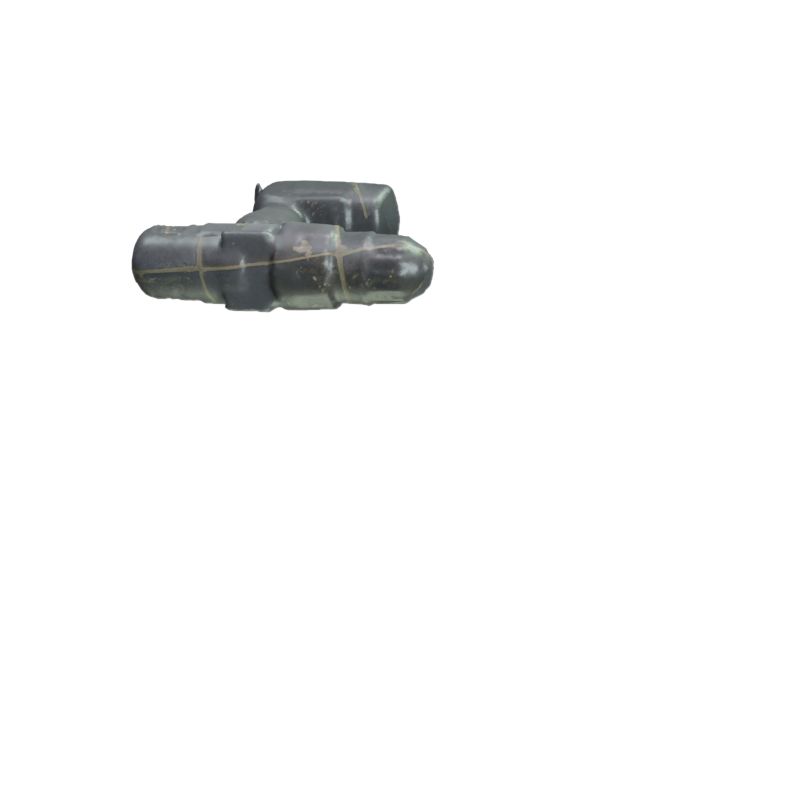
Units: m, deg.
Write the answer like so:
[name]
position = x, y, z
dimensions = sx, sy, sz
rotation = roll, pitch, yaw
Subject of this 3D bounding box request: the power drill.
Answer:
[power drill]
position = -0.056, -0.103, 0.720
dimensions = 0.189, 0.055, 0.190
rotation = 5, 18, 14
